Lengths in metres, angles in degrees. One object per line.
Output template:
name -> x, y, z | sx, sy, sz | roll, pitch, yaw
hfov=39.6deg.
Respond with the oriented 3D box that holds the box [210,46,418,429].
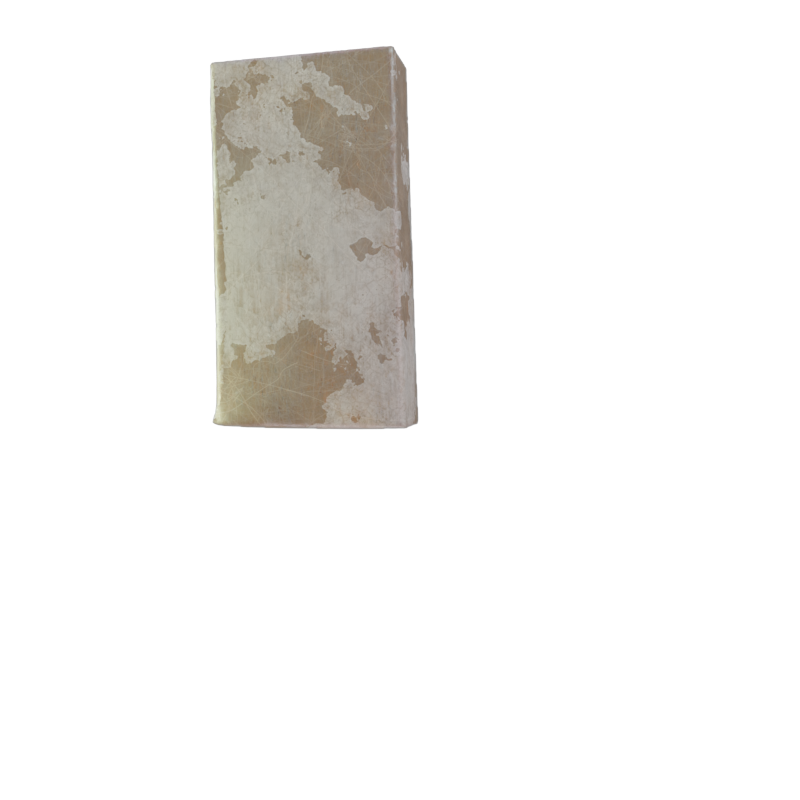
box -> -0.041, -0.076, 0.531 | 0.095, 0.180, 0.046 | -2, -8, 13
